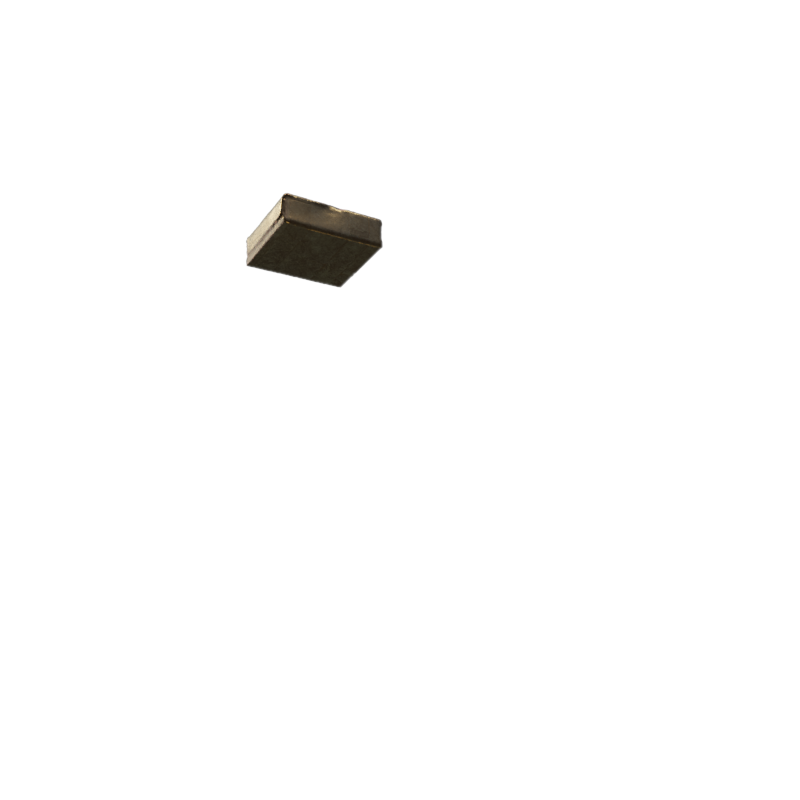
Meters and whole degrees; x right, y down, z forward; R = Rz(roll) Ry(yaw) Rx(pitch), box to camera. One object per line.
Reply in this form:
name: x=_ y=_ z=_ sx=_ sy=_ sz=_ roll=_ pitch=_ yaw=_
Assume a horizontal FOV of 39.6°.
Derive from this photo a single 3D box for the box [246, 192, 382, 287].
box: x=-0.070 y=-0.127 z=0.888 sx=0.086 sy=0.032 sz=0.071 roll=13 pitch=-30 yaw=-24
